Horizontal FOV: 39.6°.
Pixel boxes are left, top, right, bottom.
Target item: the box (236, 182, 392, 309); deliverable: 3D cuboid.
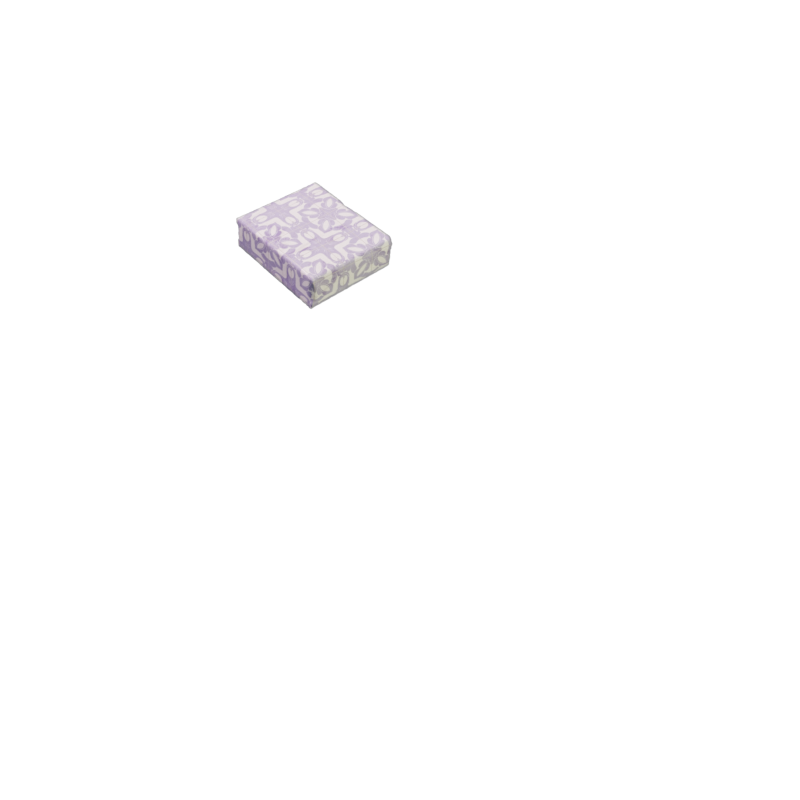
[{"bbox_3d":[-0.062,-0.113,0.790,0.073,0.028,0.096,-29,51,-28],"label":"box"}]
